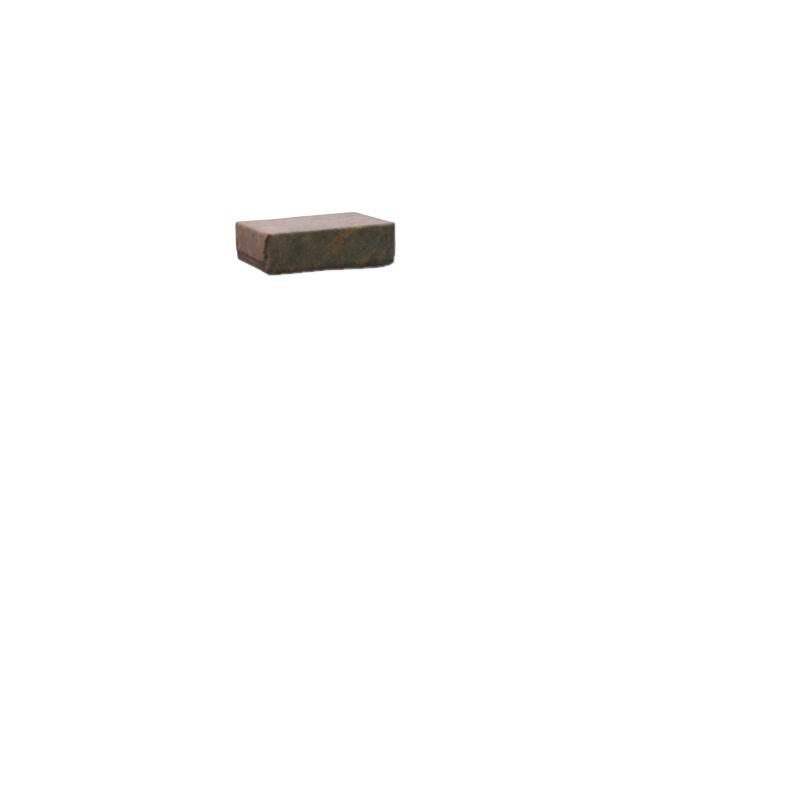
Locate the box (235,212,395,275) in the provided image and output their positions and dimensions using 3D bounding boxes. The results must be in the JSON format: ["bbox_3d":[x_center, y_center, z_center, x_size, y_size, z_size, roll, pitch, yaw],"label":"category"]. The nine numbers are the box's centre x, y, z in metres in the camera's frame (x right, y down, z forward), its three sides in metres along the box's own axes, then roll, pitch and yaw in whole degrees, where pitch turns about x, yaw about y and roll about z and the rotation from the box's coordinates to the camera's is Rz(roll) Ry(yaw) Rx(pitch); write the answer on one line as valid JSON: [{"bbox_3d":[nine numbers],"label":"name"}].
[{"bbox_3d":[-0.072,-0.131,0.919,0.111,0.038,0.094,-6,16,-21],"label":"box"}]
